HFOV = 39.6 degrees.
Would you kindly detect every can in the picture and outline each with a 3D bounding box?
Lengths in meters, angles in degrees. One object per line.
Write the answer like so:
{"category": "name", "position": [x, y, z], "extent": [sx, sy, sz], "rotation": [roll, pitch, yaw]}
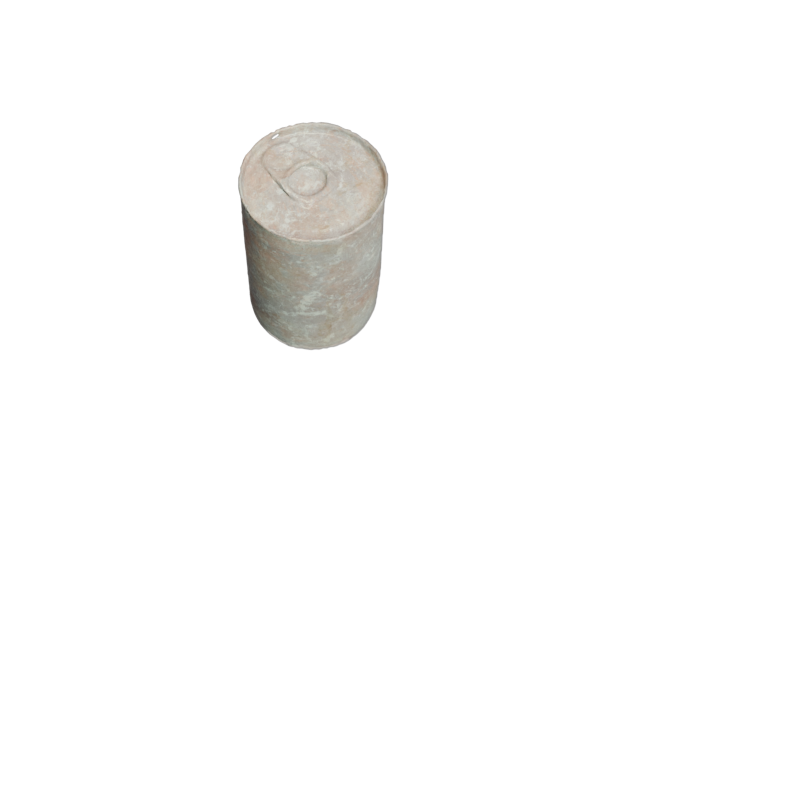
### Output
{"category": "can", "position": [-0.042, -0.077, 0.541], "extent": [0.068, 0.073, 0.096], "rotation": [0, -29, -3]}
